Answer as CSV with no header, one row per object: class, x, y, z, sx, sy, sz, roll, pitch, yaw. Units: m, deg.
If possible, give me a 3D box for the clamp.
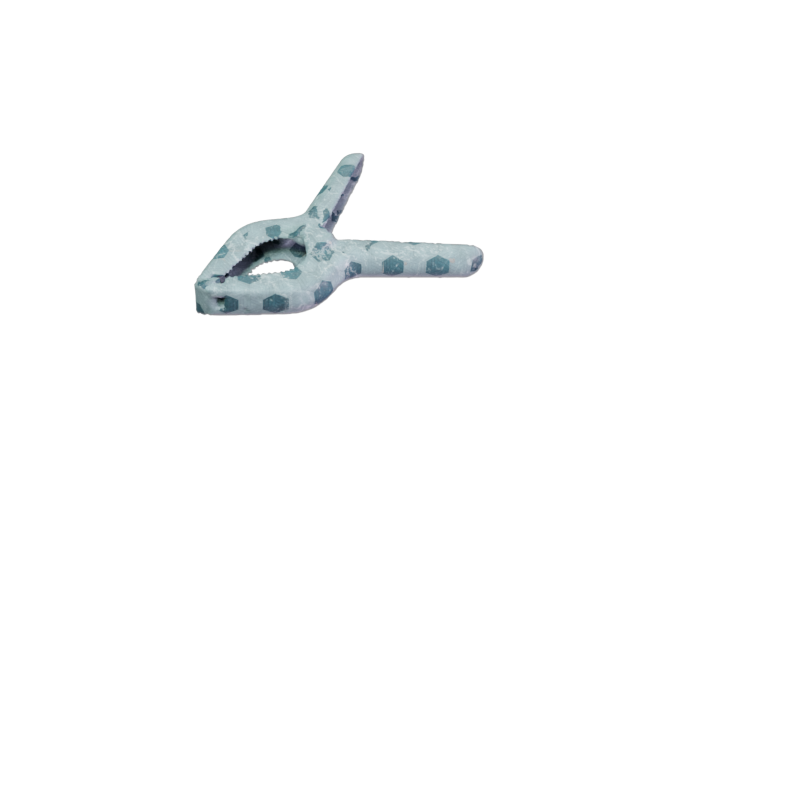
clamp,-0.066,-0.121,0.844,0.208,0.034,0.178,-21,47,-21
